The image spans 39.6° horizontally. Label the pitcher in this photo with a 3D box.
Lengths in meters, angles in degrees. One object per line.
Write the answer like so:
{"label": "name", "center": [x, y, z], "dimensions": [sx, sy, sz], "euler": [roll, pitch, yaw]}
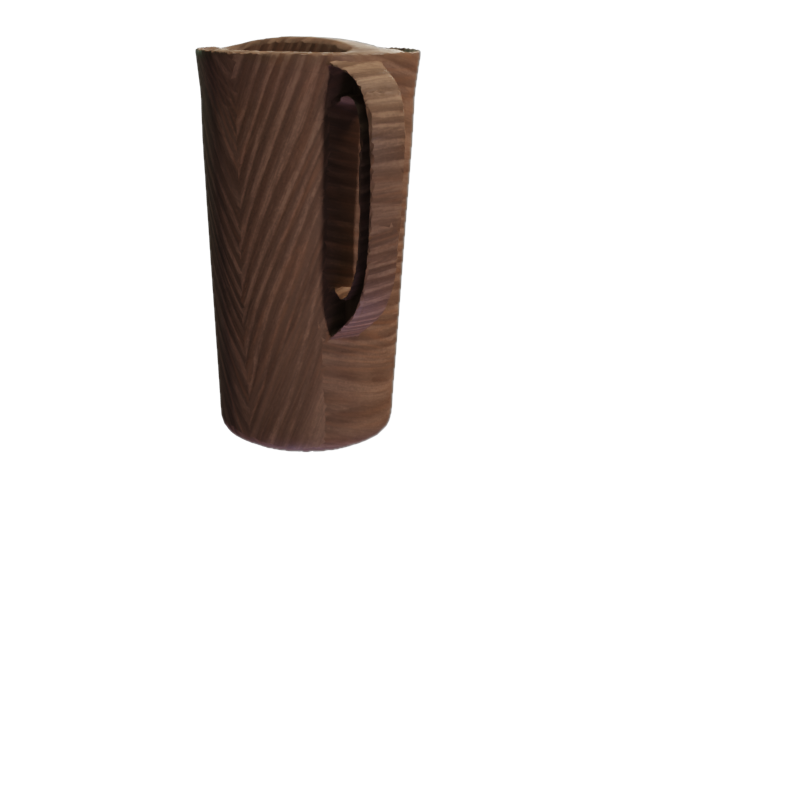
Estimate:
{"label": "pitcher", "center": [-0.052, -0.095, 0.669], "dimensions": [0.149, 0.236, 0.150], "euler": [5, 15, 17]}
